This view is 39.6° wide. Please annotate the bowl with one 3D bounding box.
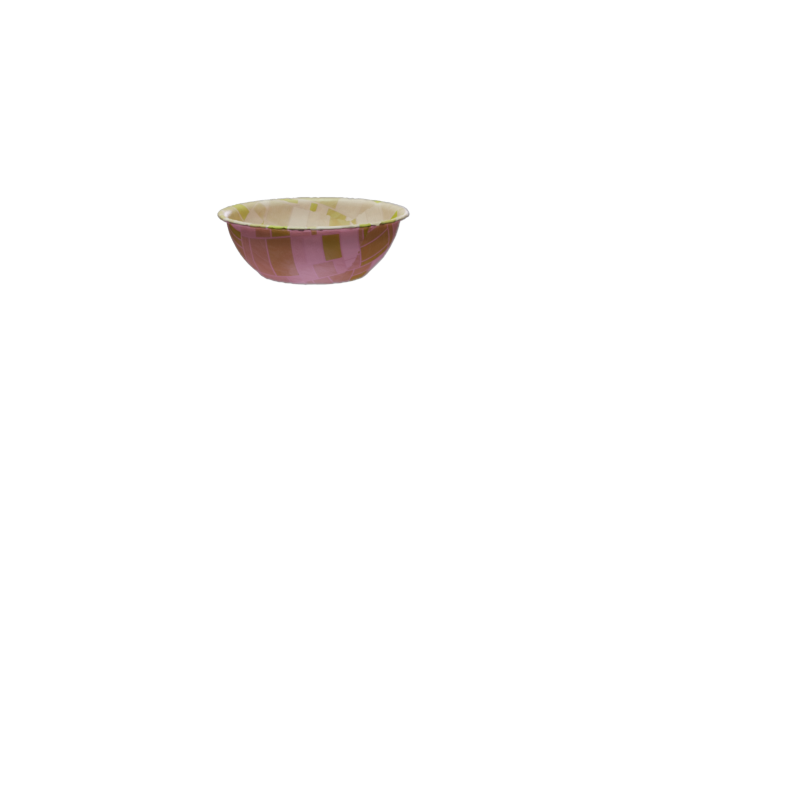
[{"bbox_3d":[-0.073,-0.133,0.935,0.162,0.053,0.168,-1,18,-2],"label":"bowl"}]
